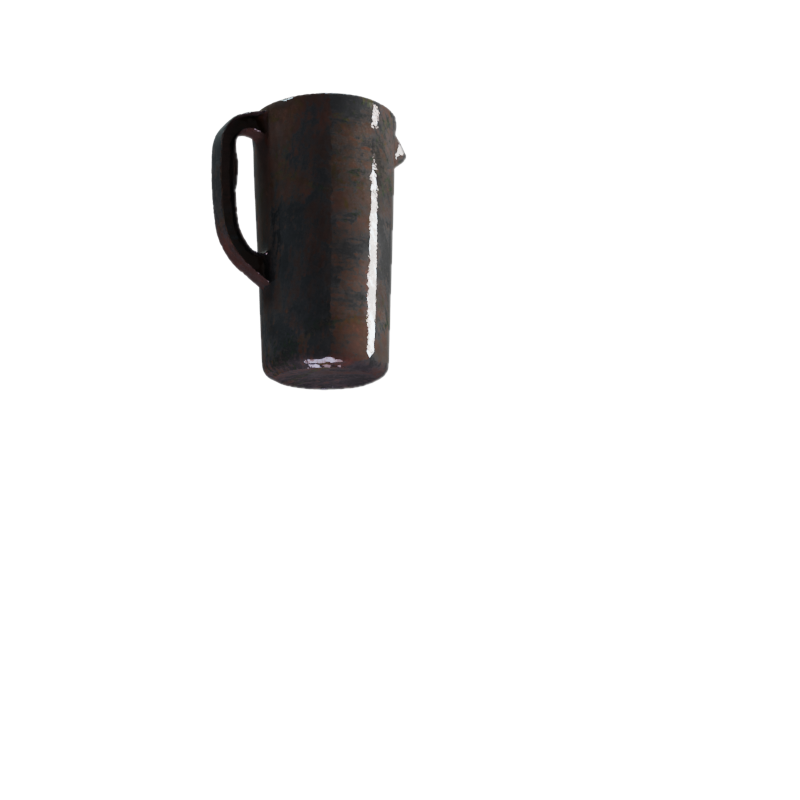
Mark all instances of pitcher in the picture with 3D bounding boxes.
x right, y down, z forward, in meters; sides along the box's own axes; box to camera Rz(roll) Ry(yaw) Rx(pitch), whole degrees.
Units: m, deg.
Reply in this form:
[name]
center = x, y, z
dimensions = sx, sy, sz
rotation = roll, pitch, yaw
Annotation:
[pitcher]
center = -0.076, -0.139, 0.972
dimensions = 0.151, 0.254, 0.137
rotation = -5, -18, 14
